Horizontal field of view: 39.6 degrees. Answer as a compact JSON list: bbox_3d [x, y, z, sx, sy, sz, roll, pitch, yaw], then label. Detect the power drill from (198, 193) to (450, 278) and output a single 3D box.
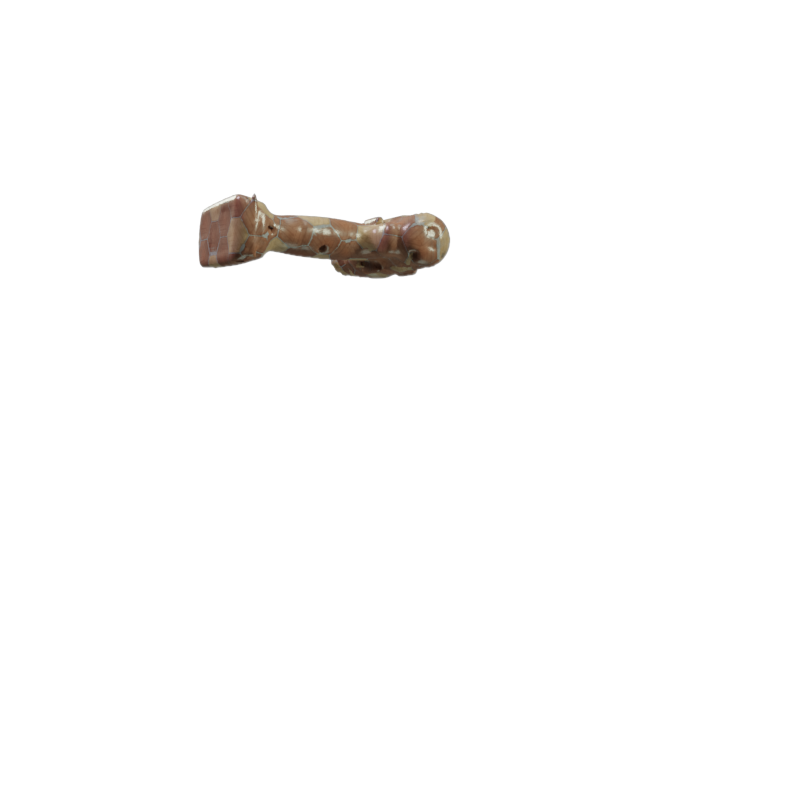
[{"bbox_3d":[-0.075,-0.137,0.960,0.182,0.058,0.188,0,0,-25],"label":"power drill"}]
